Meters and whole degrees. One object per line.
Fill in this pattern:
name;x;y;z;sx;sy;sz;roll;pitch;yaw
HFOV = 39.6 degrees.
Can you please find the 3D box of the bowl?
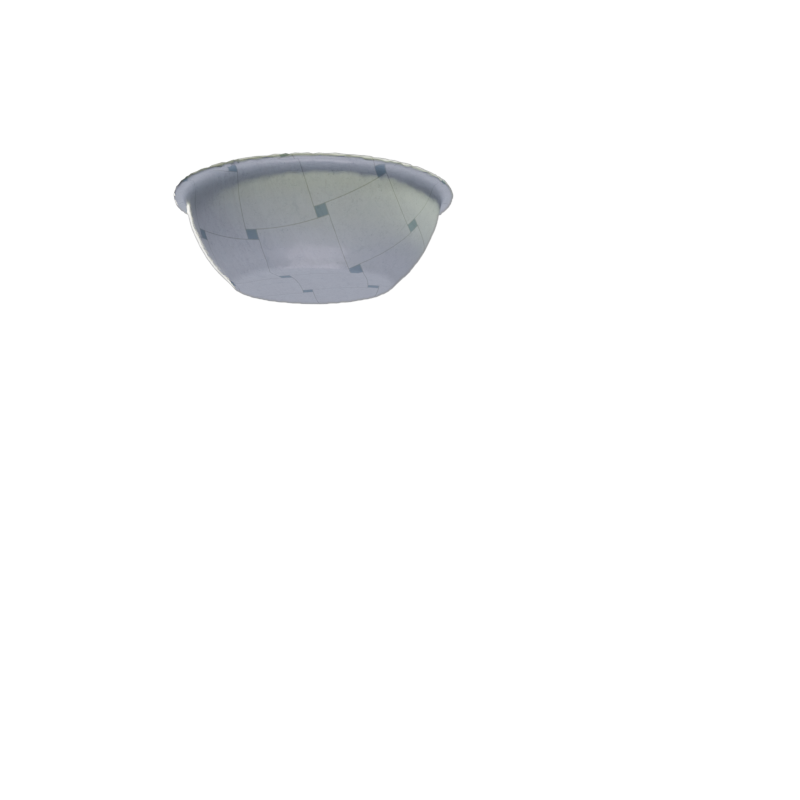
bowl;-0.050;-0.091;0.637;0.162;0.057;0.158;0;-8;-2
